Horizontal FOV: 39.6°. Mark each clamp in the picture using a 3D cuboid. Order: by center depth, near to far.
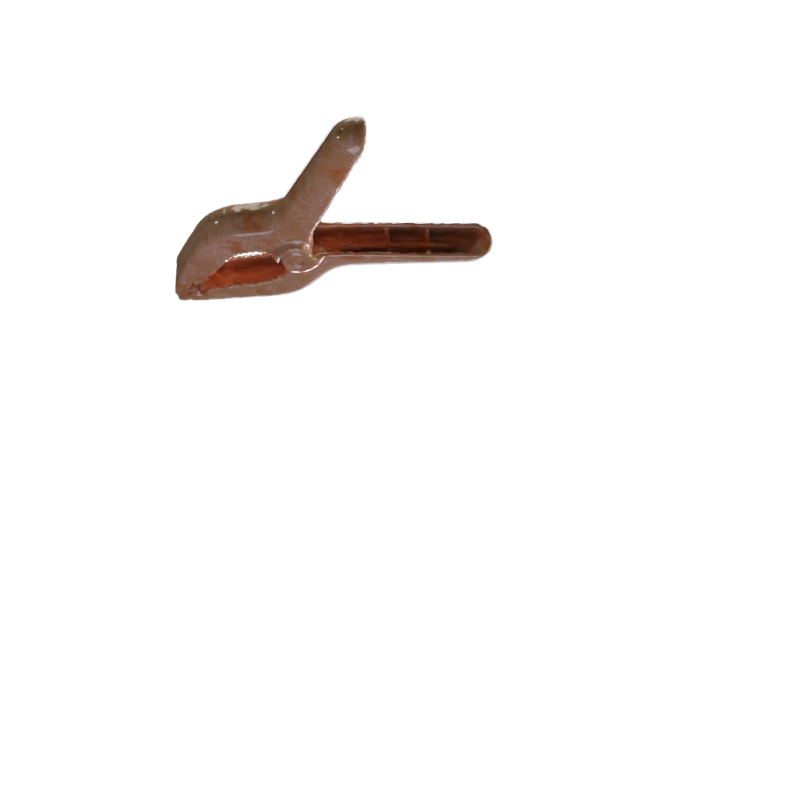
[{"bbox_3d":[-0.056,-0.103,0.720,0.212,0.039,0.154,-19,-31,35],"label":"clamp"}]
